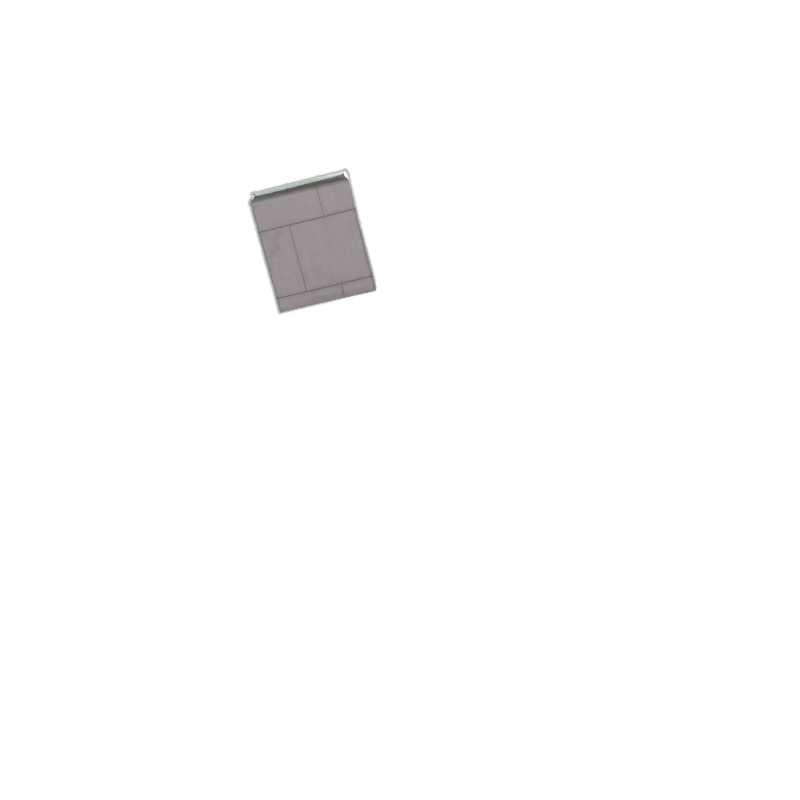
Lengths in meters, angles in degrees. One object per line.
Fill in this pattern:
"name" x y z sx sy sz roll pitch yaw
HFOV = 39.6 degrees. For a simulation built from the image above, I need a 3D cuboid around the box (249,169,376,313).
"box" -0.063 -0.115 0.802 0.073 0.086 0.031 -13 16 3
